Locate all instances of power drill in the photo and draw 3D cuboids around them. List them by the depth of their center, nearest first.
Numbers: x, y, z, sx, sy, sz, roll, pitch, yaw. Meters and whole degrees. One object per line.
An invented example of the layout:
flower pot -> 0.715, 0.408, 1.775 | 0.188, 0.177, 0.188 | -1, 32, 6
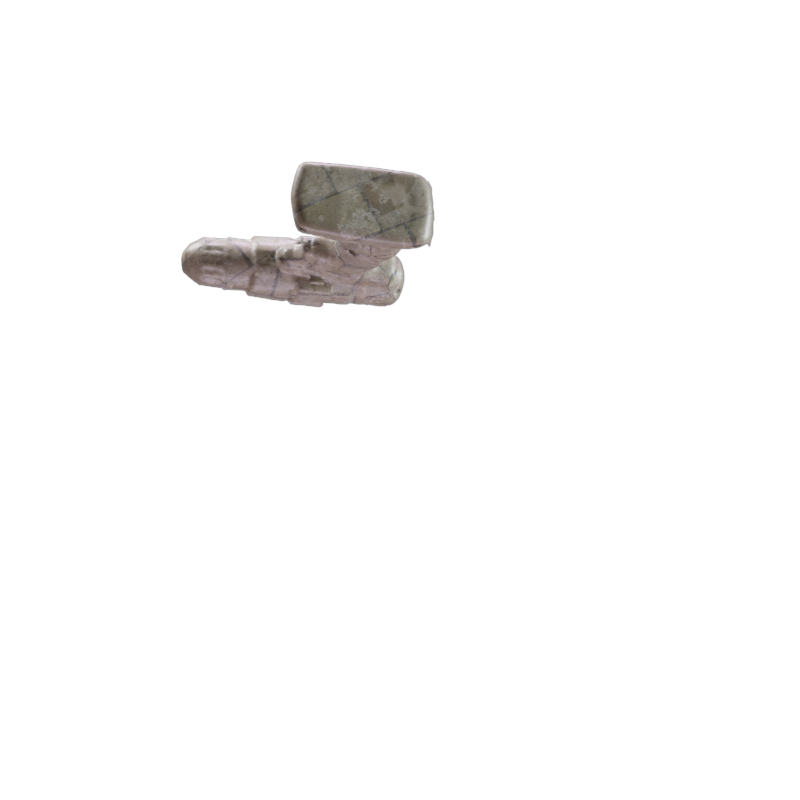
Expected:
power drill -> -0.066, -0.121, 0.848 | 0.180, 0.059, 0.185 | 3, -12, -16
